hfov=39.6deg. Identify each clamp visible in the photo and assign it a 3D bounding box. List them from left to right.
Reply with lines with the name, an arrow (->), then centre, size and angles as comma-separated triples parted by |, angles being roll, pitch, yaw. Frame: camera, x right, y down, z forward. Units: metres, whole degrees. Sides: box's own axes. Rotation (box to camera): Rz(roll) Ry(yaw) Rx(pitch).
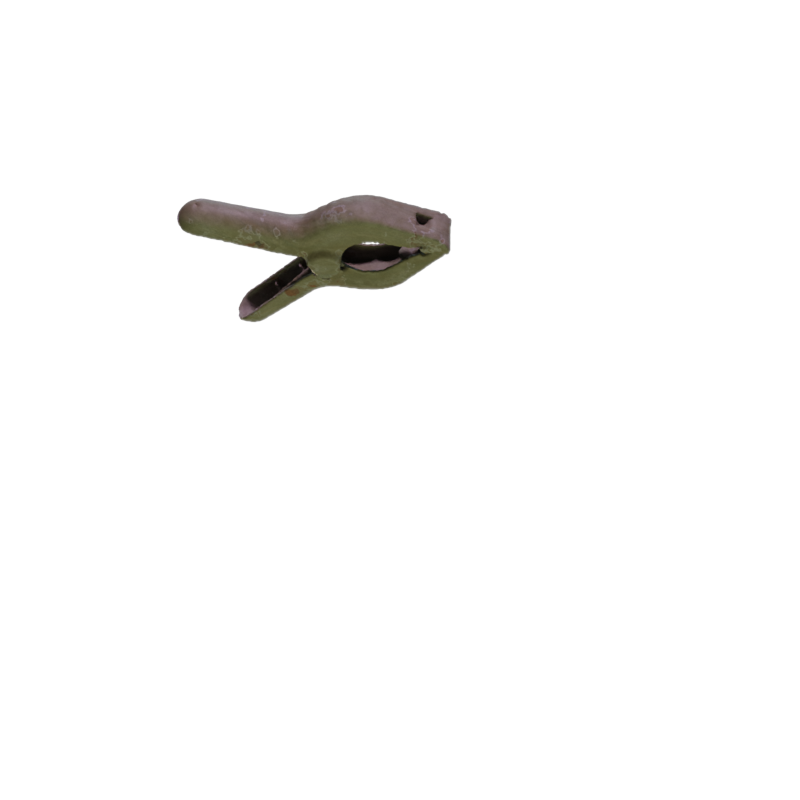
clamp -> -0.056, -0.102, 0.718 | 0.174, 0.042, 0.111 | -13, -31, 22
